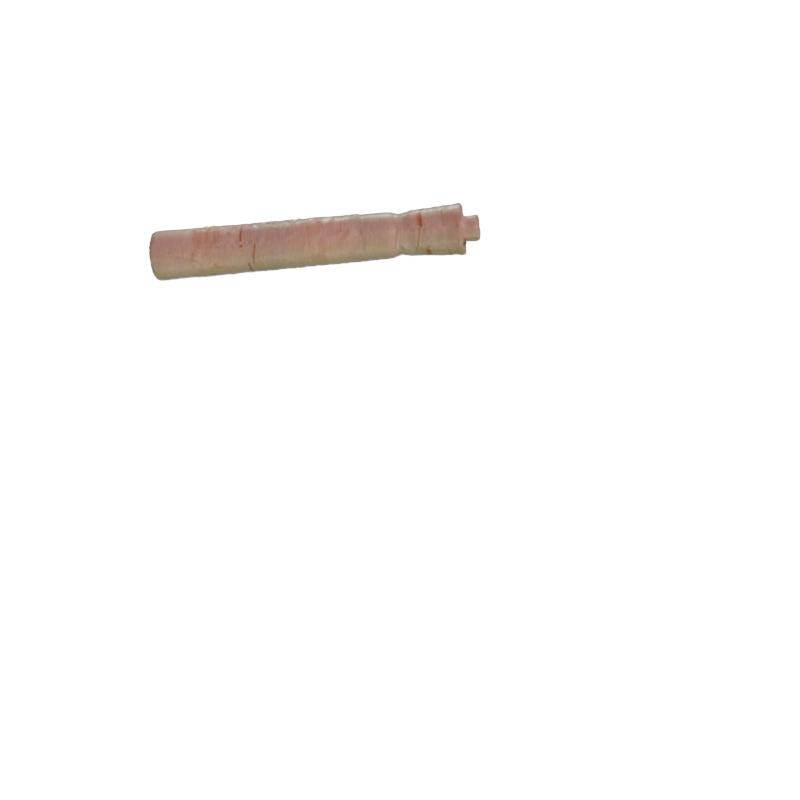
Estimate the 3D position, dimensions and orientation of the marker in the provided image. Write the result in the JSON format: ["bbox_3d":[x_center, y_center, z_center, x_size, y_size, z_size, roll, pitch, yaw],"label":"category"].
[{"bbox_3d":[-0.032,-0.058,0.407,0.122,0.020,0.020,-4,3,11],"label":"marker"}]
